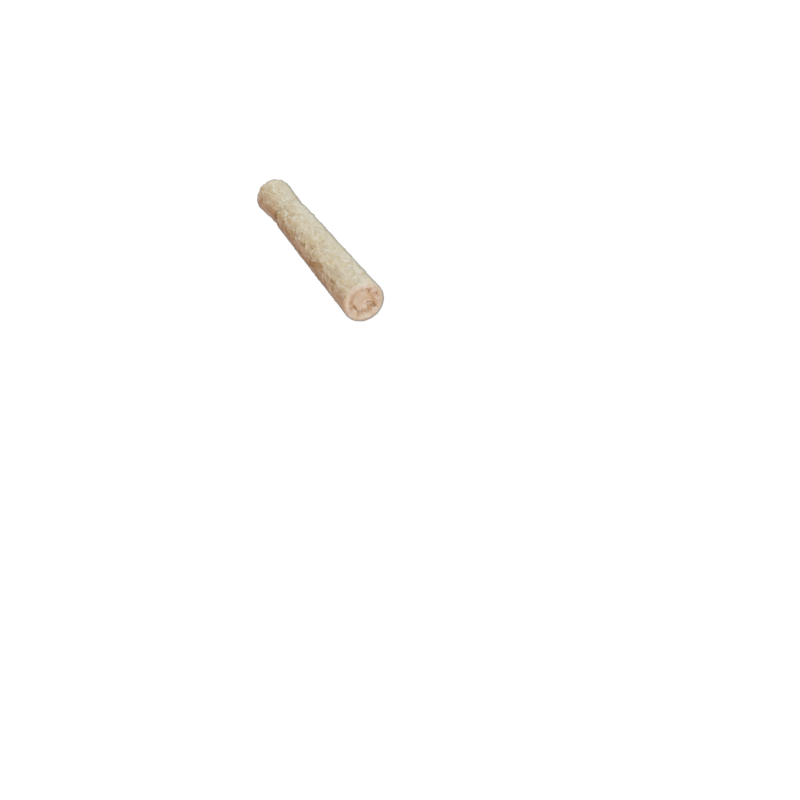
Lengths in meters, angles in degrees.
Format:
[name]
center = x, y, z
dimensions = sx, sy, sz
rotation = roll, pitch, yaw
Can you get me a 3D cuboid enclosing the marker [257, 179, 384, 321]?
[marker]
center = -0.041, -0.074, 0.519
dimensions = 0.019, 0.019, 0.130
rotation = -2, 31, -26
